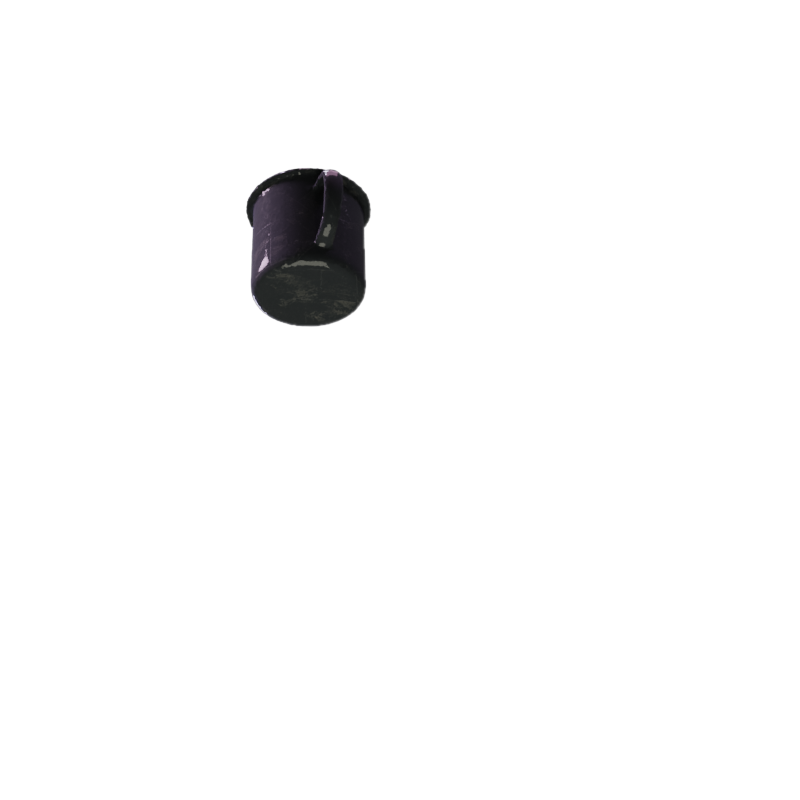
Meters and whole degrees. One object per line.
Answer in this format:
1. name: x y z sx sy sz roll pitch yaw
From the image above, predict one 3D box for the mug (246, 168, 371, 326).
1. mug: -0.062 -0.113 0.793 0.091 0.087 0.112 11 -38 -17
